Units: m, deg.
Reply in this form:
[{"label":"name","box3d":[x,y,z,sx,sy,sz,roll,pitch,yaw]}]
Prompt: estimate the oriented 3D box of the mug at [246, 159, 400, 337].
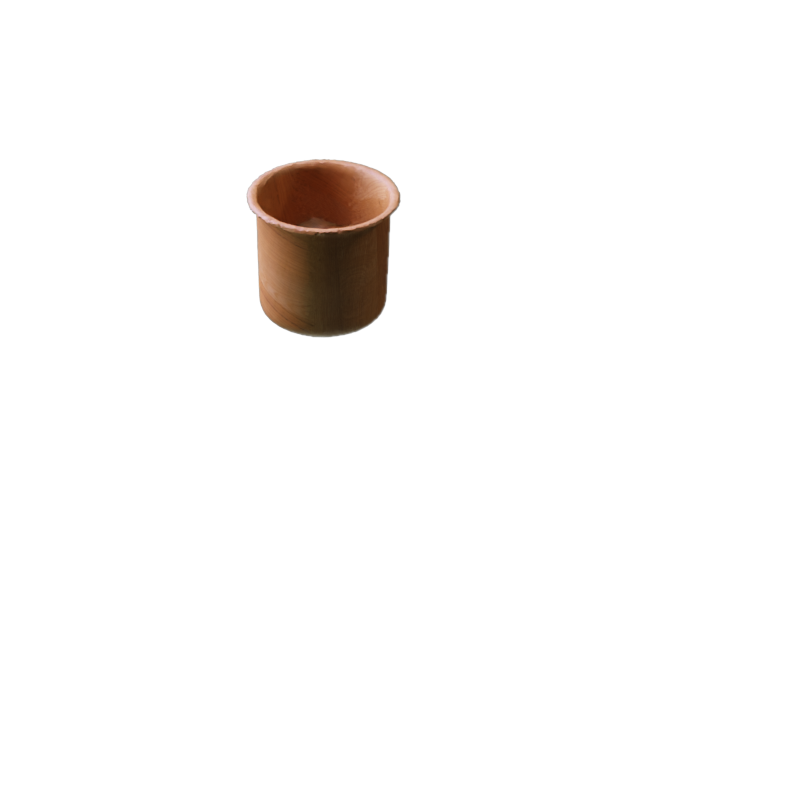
[{"label":"mug","box3d":[-0.055,-0.100,0.698,0.092,0.076,0.126,-20,40,-27]}]
